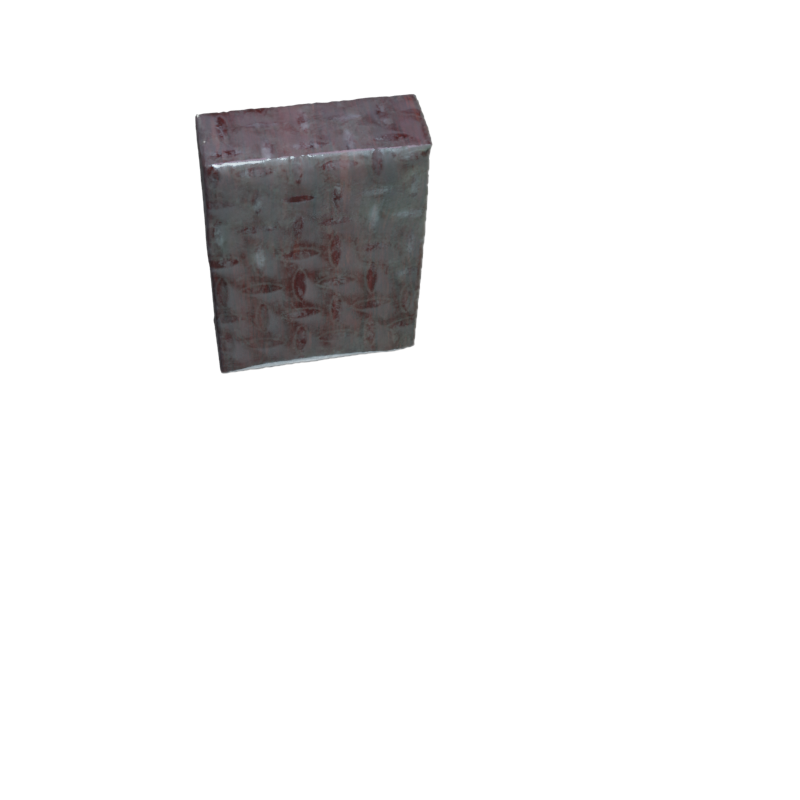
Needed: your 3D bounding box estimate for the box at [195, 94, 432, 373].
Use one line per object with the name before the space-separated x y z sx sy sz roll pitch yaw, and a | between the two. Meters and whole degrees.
box | -0.066 -0.121 0.848 0.163 0.078 0.199 -7 -43 -9
